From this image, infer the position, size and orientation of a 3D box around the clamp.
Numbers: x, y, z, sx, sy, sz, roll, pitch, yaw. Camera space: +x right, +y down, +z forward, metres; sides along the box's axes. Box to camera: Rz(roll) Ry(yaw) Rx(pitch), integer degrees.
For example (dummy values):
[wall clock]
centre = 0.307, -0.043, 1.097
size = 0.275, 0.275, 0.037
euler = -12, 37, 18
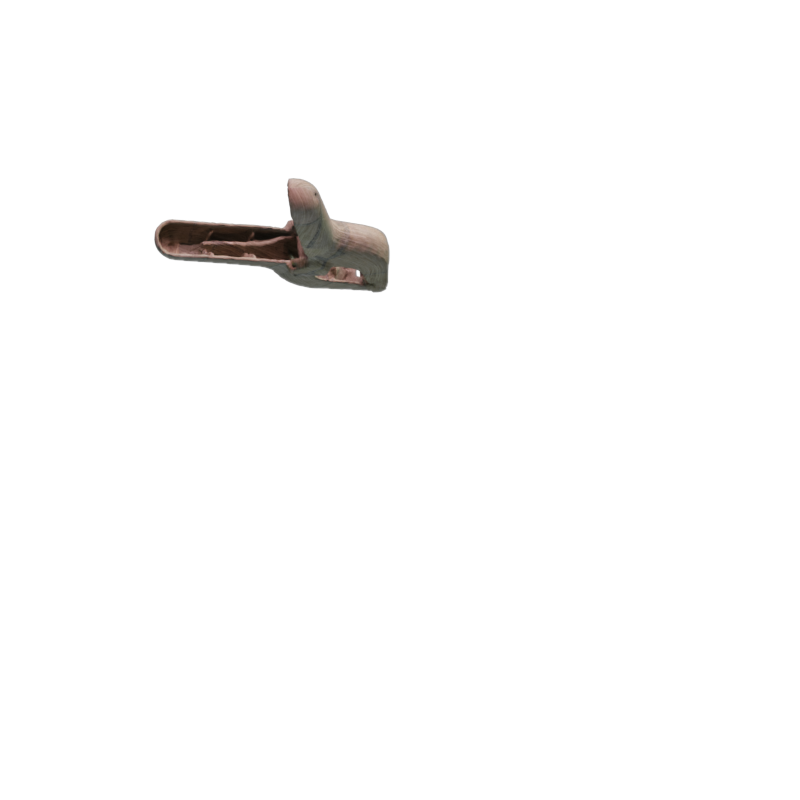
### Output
[clamp]
centre = -0.055, -0.100, 0.702
size = 0.123, 0.040, 0.163
euler = -6, -8, 45
